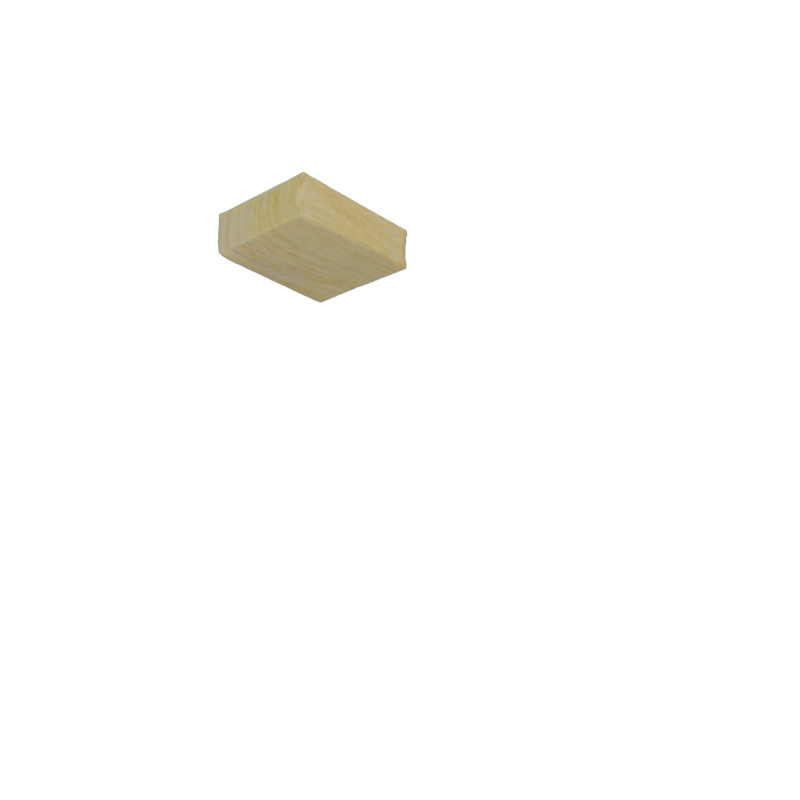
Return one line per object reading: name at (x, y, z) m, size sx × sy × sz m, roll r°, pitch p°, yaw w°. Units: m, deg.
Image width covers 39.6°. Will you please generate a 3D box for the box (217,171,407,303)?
box at (-0.064, -0.116, 0.811) m, size 0.091 × 0.041 × 0.106 m, roll -20°, pitch -29°, yaw 39°
